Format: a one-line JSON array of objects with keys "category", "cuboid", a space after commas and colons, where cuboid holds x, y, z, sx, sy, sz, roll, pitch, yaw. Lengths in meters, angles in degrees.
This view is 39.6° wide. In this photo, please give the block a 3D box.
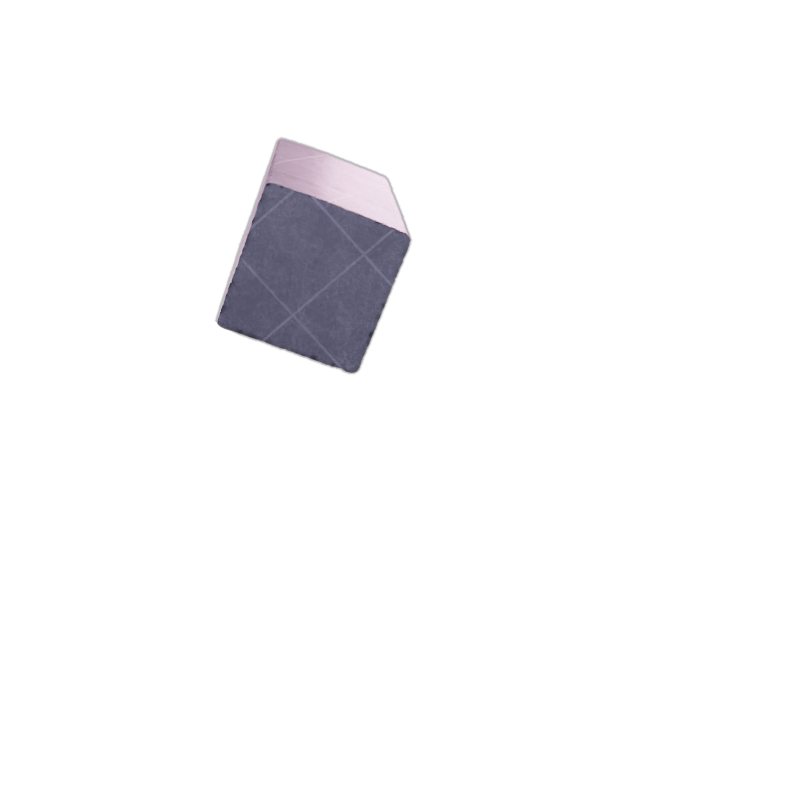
[{"category": "block", "cuboid": [-0.056, -0.104, 0.727, 0.089, 0.089, 0.214, 19, 16, -10]}]
